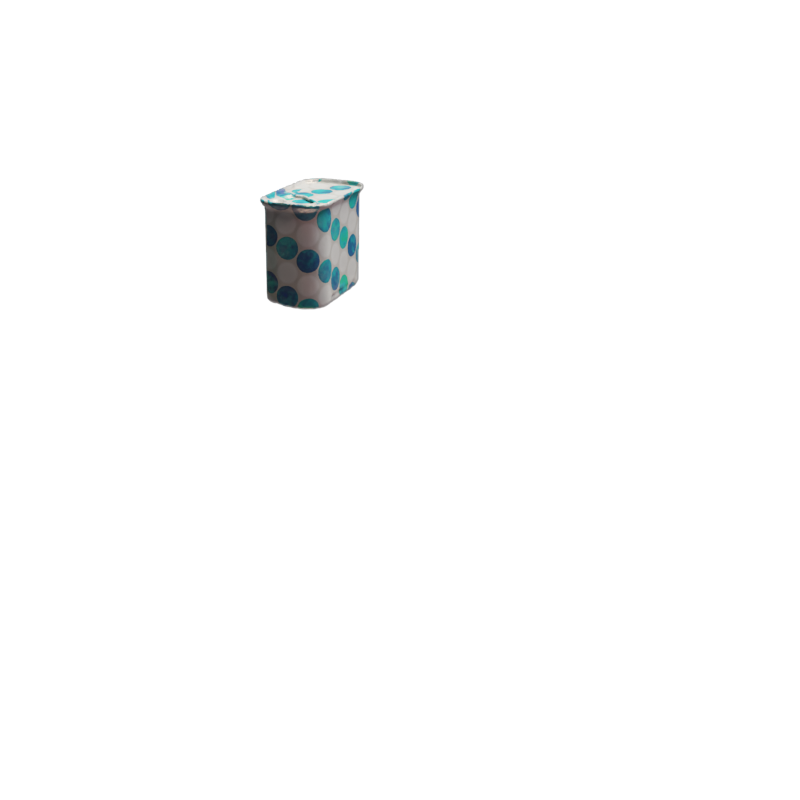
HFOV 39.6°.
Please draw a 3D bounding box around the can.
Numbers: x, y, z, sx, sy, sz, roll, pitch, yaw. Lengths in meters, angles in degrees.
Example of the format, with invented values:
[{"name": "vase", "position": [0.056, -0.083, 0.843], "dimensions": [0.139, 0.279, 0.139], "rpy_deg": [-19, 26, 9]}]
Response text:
[{"name": "can", "position": [-0.069, -0.126, 0.886], "dimensions": [0.059, 0.081, 0.103], "rpy_deg": [7, 20, 20]}]
